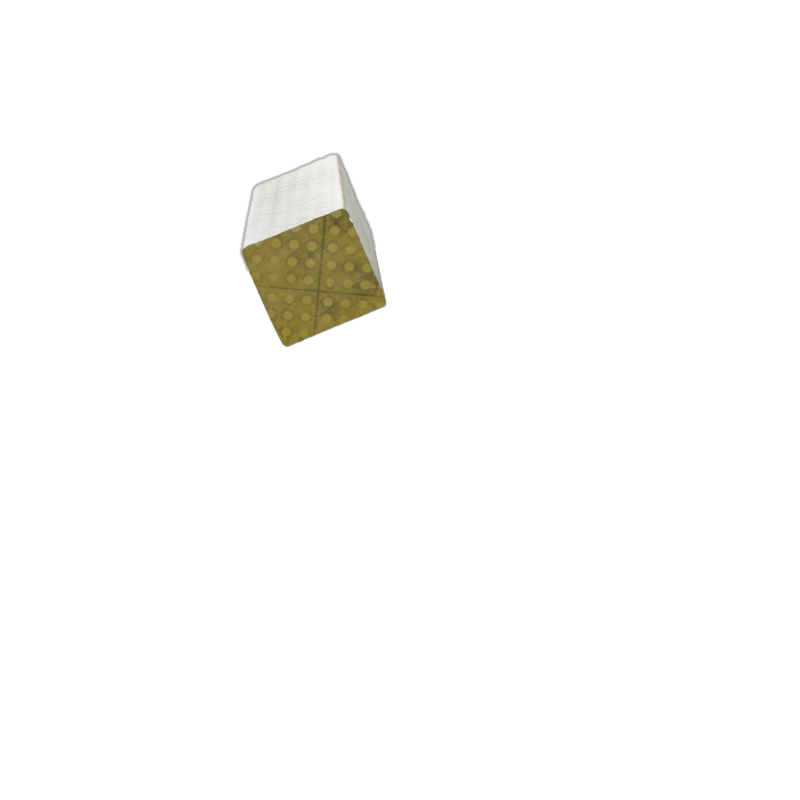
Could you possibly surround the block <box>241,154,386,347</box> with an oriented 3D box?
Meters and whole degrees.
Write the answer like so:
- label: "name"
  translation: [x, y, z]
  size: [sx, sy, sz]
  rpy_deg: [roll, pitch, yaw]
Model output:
- label: "block"
  translation: [-0.075, -0.137, 0.953]
  size: [0.091, 0.086, 0.216]
  rpy_deg: [-22, 22, 5]
